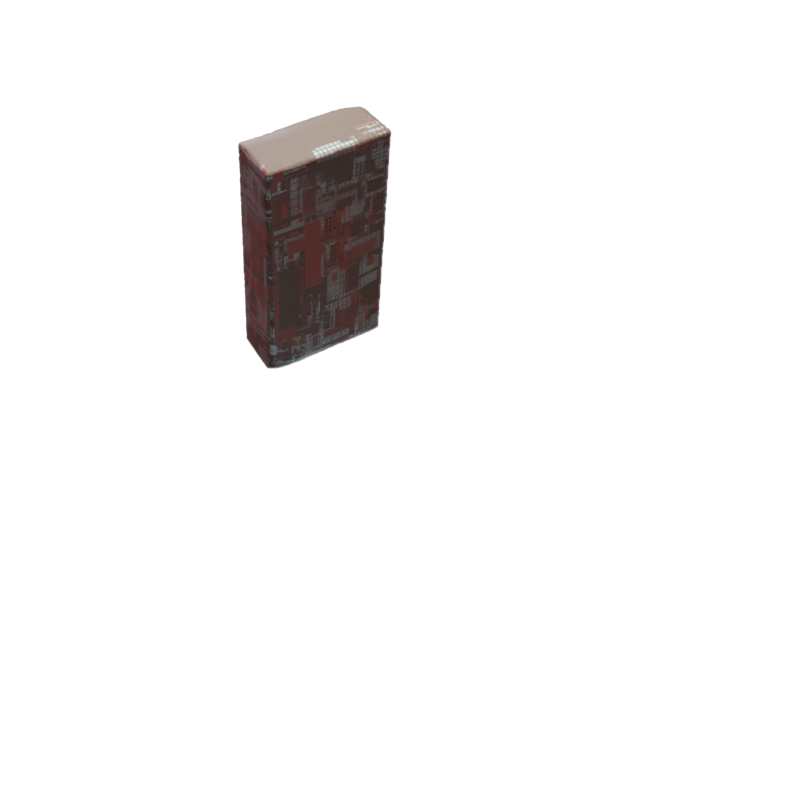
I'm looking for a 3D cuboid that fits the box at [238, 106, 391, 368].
[{"bbox_3d":[-0.059,-0.107,0.748,0.093,0.164,0.052,-22,48,-25],"label":"box"}]
